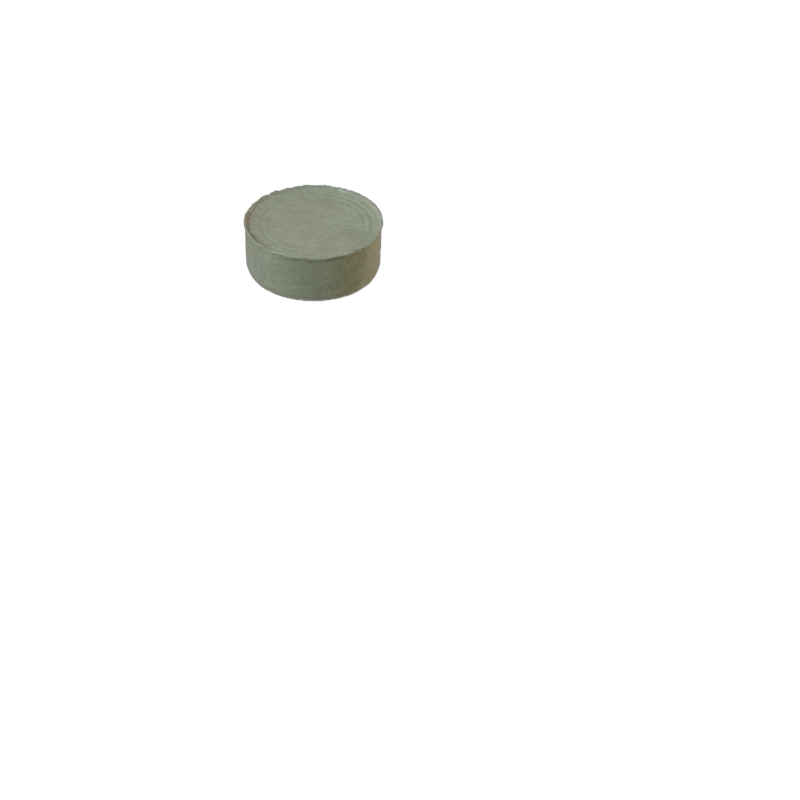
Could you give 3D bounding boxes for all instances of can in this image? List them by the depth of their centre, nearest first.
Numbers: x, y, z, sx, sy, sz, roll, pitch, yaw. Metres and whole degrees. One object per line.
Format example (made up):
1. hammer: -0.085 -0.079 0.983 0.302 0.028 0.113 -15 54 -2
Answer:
1. can: -0.054 -0.098 0.688 0.086 0.031 0.092 -1 38 -2
